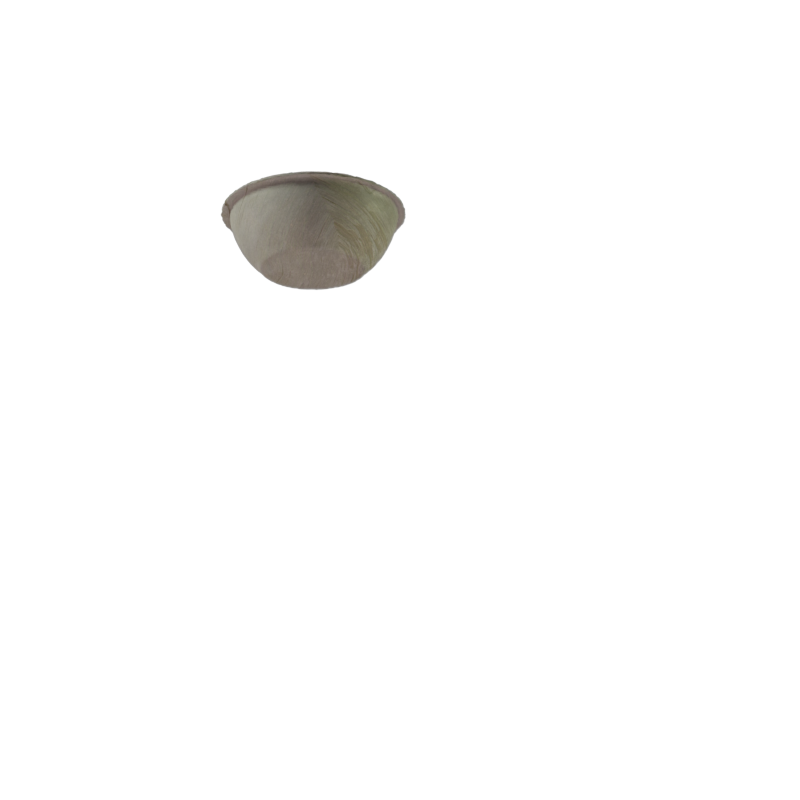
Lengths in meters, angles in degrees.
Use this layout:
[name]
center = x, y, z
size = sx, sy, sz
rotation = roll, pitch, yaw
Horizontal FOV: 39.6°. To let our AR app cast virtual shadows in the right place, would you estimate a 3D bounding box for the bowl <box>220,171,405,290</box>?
[bowl]
center = -0.075, -0.138, 0.964
size = 0.162, 0.058, 0.155
rotation = 0, -18, -2
